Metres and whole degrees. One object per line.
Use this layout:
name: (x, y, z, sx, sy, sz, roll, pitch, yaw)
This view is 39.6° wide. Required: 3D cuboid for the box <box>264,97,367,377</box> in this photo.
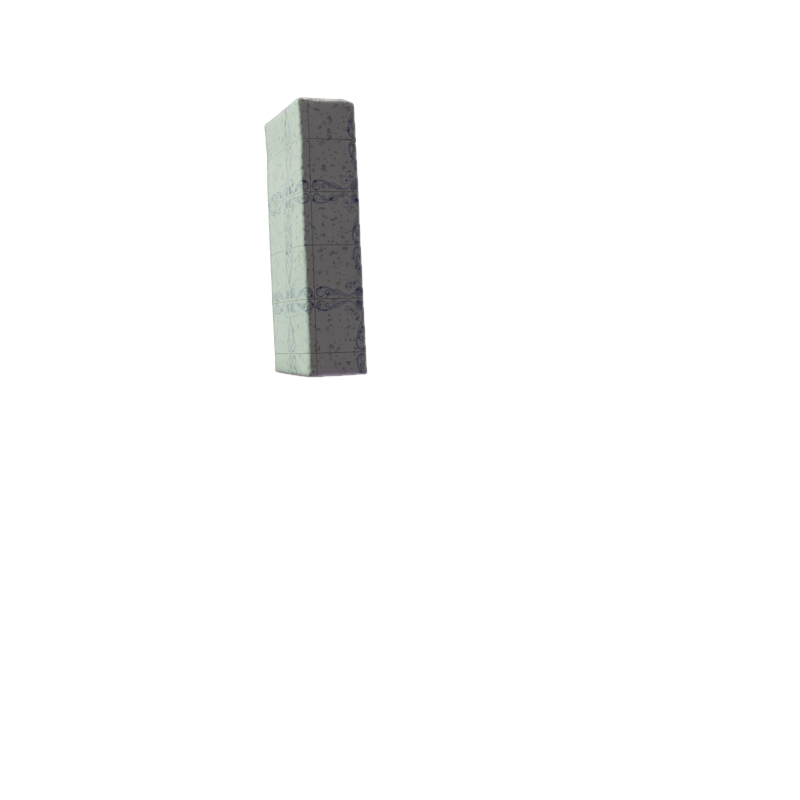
box: (-0.057, -0.105, 0.736, 0.047, 0.178, 0.095, 1, -4, -19)
